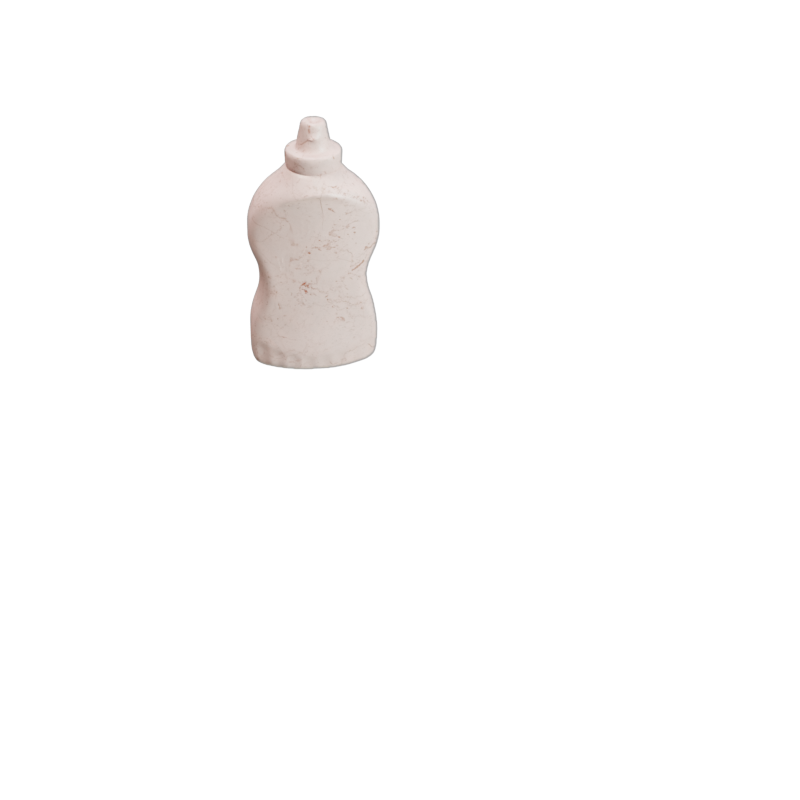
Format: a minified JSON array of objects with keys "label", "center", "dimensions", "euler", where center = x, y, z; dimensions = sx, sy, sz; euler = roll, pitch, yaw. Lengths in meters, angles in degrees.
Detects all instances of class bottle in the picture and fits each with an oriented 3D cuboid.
[{"label":"bottle","center":[-0.063,-0.116,0.811],"dimensions":[0.095,0.180,0.062],"euler":[-1,30,-5]}]
